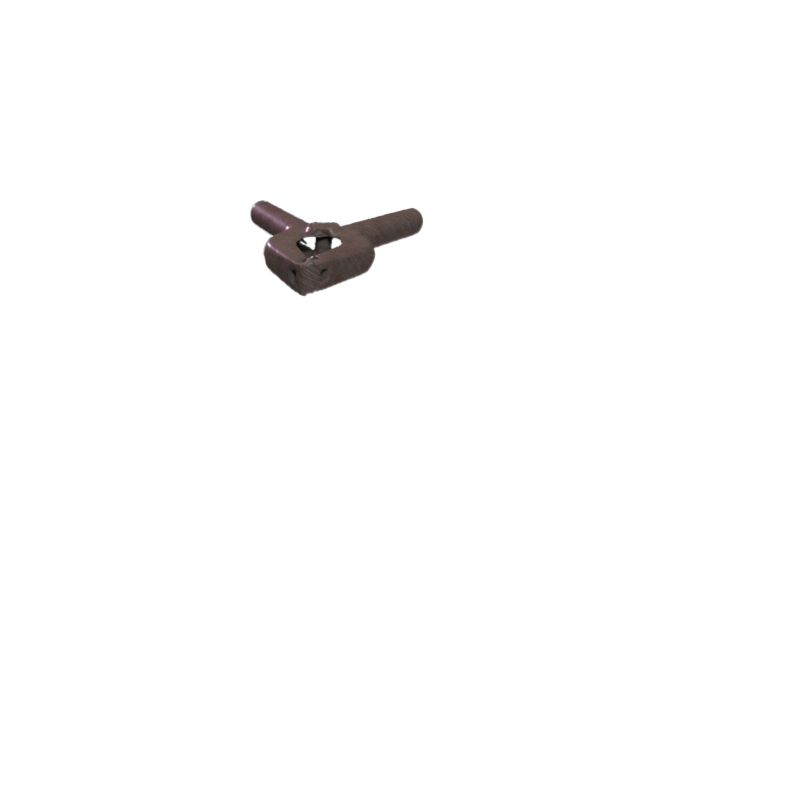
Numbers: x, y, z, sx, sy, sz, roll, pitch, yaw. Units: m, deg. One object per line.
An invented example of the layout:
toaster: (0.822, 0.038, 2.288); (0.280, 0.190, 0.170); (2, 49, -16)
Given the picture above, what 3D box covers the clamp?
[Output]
clamp: (-0.077, -0.140, 0.979); (0.168, 0.035, 0.216); (5, 24, 11)
